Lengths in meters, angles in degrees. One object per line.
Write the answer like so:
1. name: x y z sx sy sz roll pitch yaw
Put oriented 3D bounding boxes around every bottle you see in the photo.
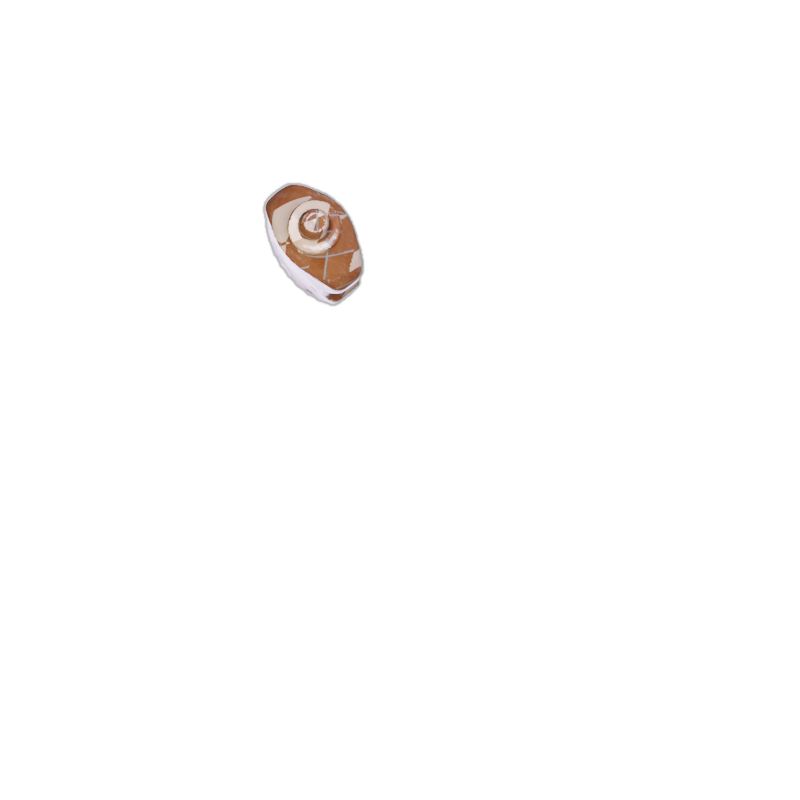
1. bottle: -0.070 -0.129 0.903 0.058 0.097 0.190 -38 1 -4
